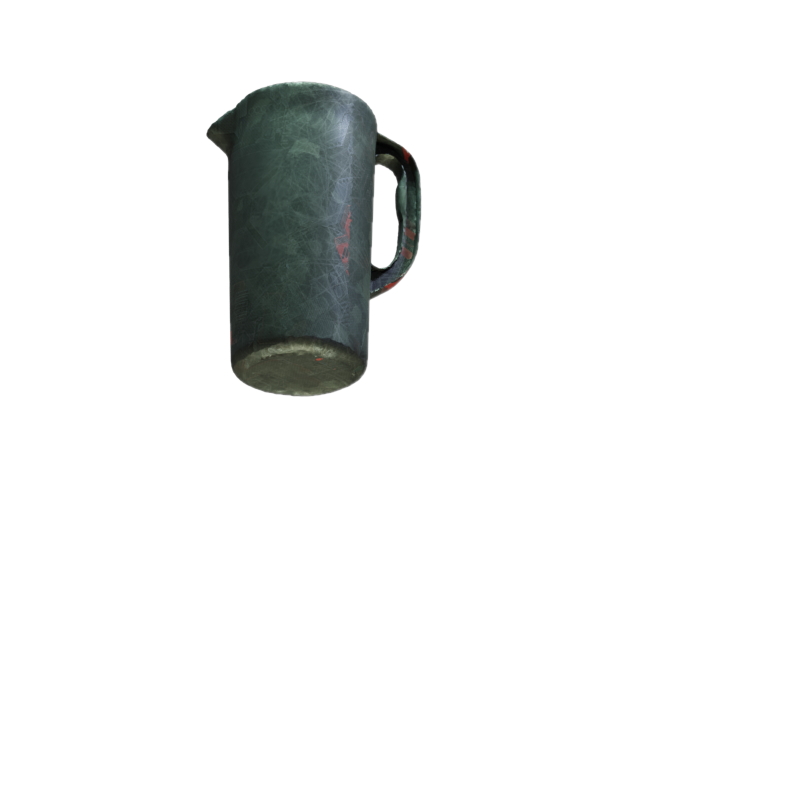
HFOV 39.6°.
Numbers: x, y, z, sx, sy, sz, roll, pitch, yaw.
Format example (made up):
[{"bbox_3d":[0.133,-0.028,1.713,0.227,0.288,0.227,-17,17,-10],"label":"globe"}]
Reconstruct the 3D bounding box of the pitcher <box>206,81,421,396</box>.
[{"bbox_3d":[-0.072,-0.132,0.923,0.151,0.257,0.135,-14,-28,24],"label":"pitcher"}]
